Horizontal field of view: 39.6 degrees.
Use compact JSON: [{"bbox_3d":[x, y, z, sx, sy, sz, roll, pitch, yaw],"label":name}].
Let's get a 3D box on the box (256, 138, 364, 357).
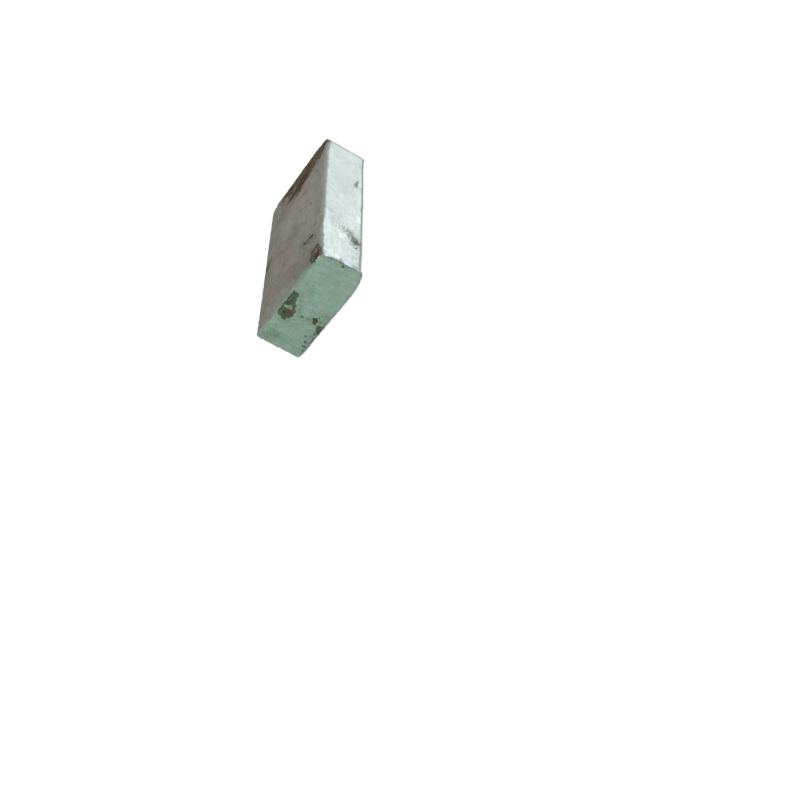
[{"bbox_3d":[-0.070,-0.127,0.891,0.046,0.091,0.189,27,33,-24],"label":"box"}]
